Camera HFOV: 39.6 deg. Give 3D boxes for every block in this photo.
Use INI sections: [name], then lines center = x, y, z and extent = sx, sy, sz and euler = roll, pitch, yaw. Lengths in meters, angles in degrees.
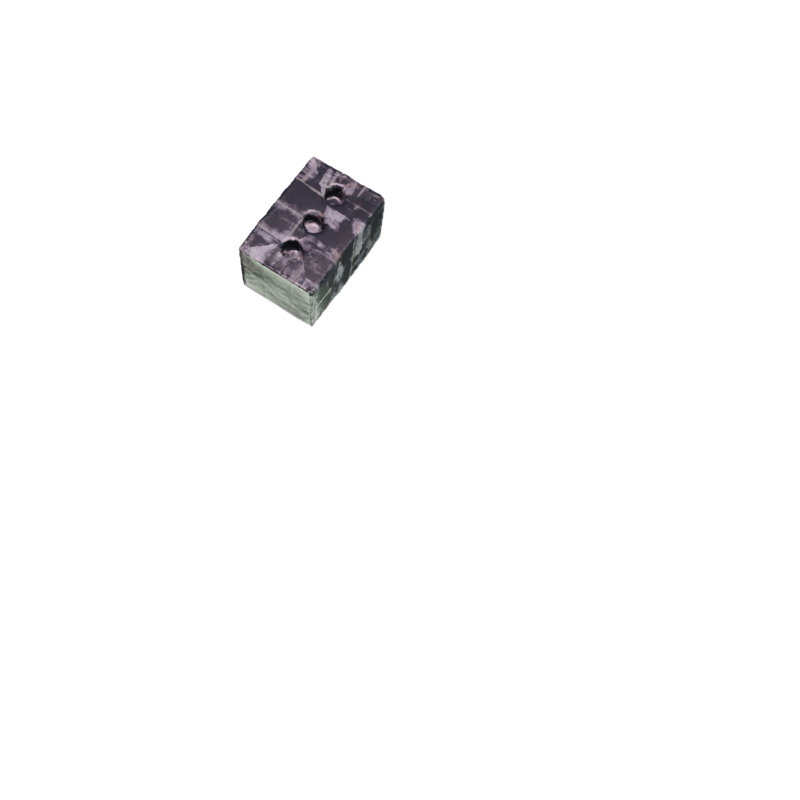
[block]
center = -0.051, -0.094, 0.658
extent = 0.054, 0.080, 0.049
euler = 31, -22, 11
